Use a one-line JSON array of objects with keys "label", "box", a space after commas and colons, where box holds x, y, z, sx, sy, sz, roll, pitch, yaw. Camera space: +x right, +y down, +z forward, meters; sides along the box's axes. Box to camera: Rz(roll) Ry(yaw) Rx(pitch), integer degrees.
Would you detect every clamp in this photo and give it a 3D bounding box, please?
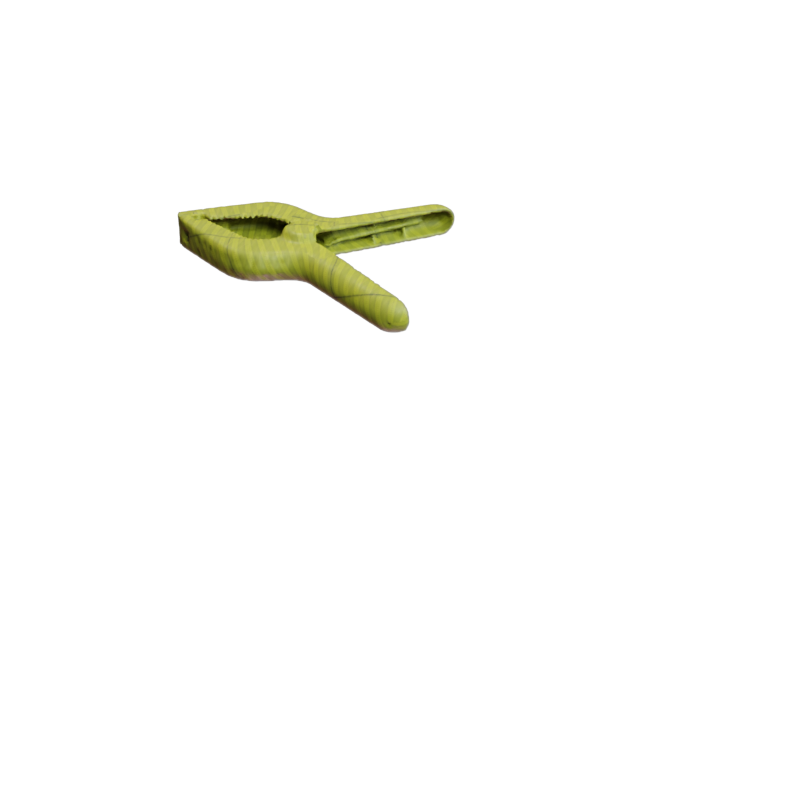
[{"label": "clamp", "box": [-0.066, -0.121, 0.845, 0.217, 0.034, 0.169, 14, 36, 19]}]
